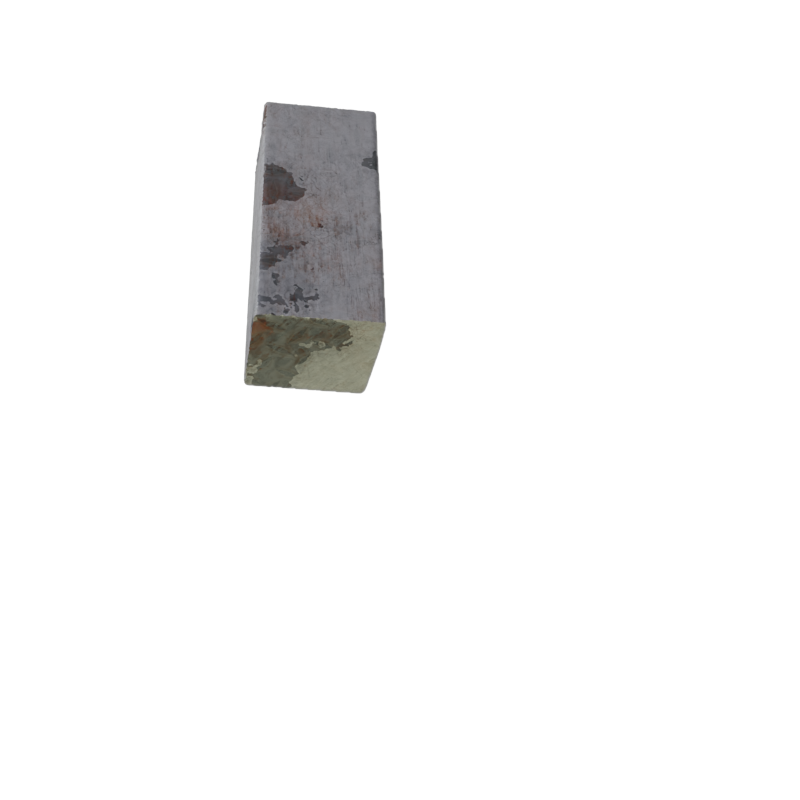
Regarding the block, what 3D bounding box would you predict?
[{"bbox_3d":[-0.065,-0.118,0.832,0.090,0.221,0.085,4,-37,-9],"label":"block"}]
